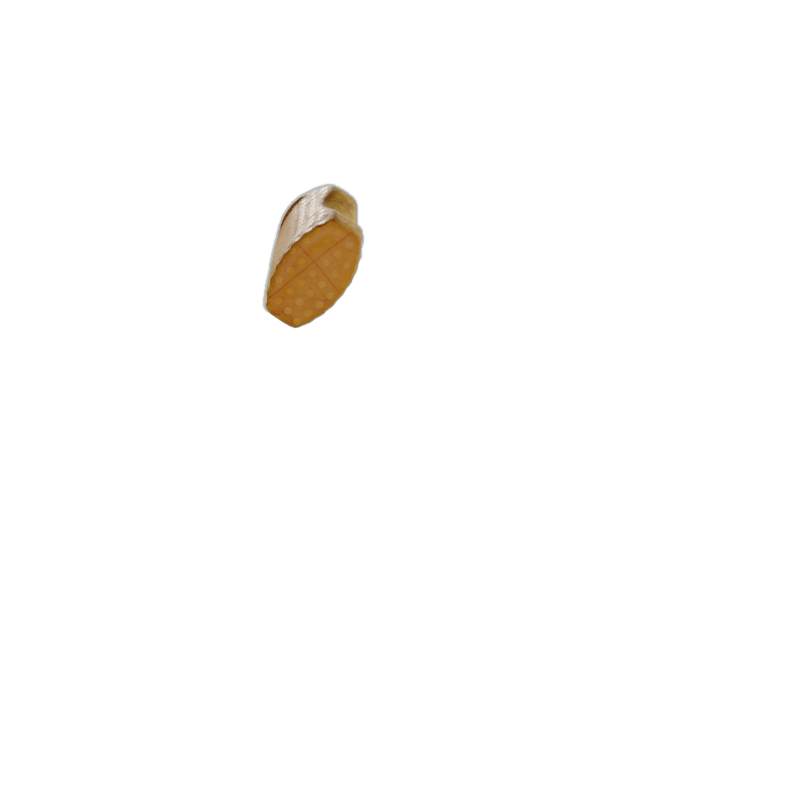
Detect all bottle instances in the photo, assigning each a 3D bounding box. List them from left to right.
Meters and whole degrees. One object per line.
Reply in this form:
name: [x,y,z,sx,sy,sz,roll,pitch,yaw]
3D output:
bottle: [-0.075,-0.136,0.957,0.057,0.094,0.201,32,17,-16]
